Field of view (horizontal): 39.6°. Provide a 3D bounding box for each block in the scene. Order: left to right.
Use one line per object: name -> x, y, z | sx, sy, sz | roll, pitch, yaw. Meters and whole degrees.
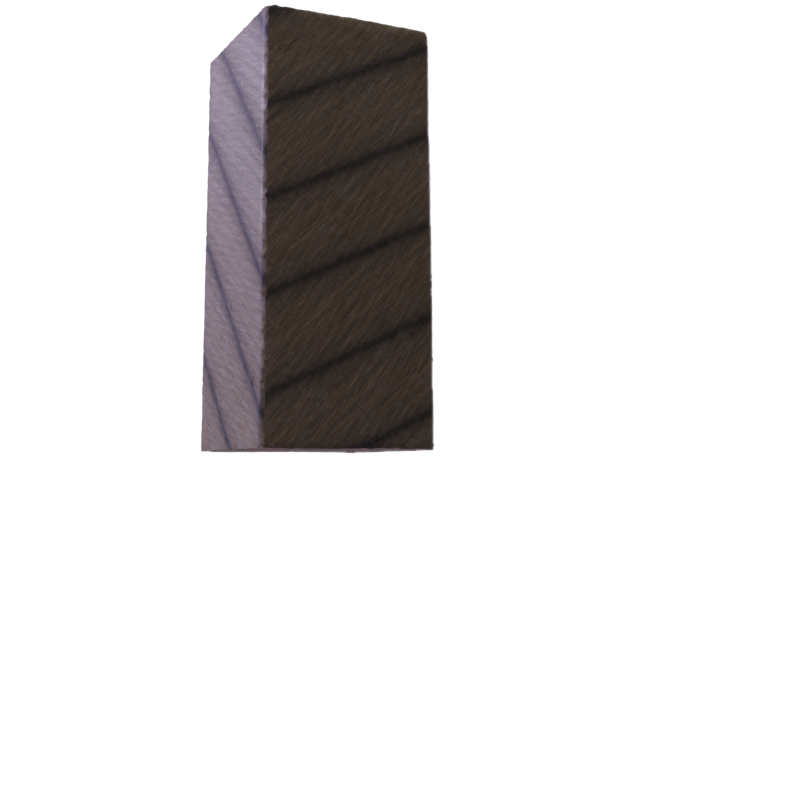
block -> -0.043, -0.079, 0.556 | 0.087, 0.212, 0.091 | 4, -11, -26
